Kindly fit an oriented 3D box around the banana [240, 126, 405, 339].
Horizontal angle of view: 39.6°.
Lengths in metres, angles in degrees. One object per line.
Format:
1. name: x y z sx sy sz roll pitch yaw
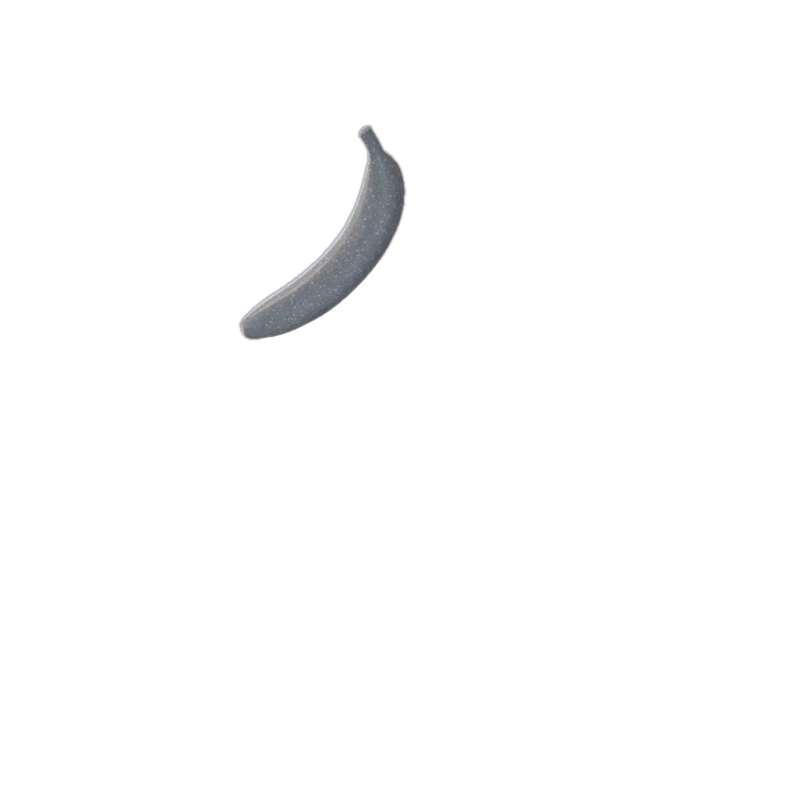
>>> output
1. banana: -0.051 -0.119 0.874 0.068 0.194 0.038 31 15 -11
